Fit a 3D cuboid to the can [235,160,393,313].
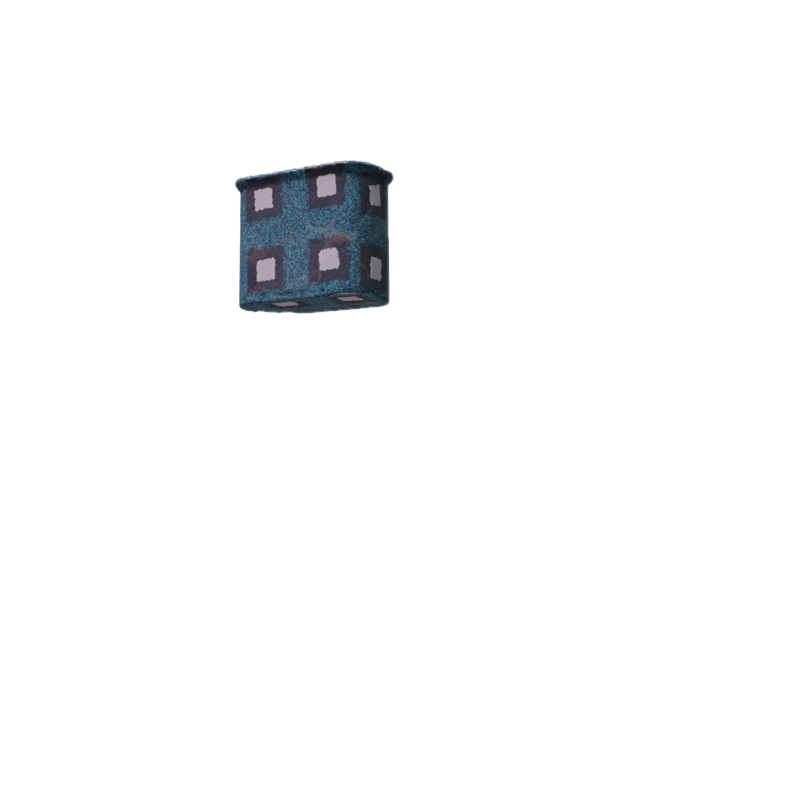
[{"bbox_3d":[-0.055,-0.101,0.708,0.105,0.086,0.054,-5,-10,29],"label":"can"}]
